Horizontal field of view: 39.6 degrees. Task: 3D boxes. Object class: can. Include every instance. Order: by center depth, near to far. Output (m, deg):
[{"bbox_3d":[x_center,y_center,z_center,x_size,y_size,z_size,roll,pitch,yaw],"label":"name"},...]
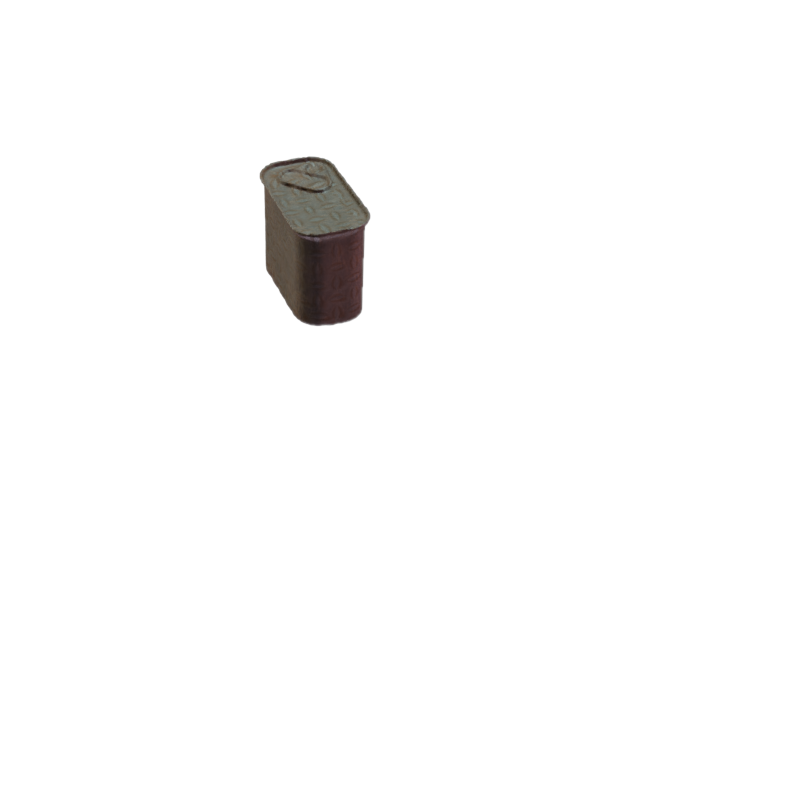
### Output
[{"bbox_3d":[-0.063,-0.115,0.803,0.057,0.078,0.110,-13,41,-18],"label":"can"}]
